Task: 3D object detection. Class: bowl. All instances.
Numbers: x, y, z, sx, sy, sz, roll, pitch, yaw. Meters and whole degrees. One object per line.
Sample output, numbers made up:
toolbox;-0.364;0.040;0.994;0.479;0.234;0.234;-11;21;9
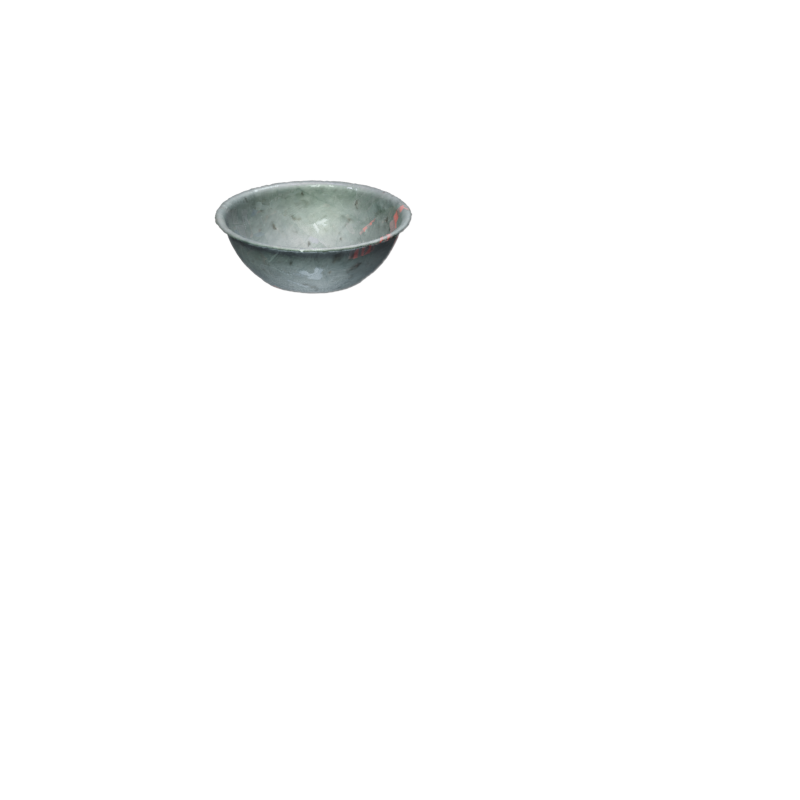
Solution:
bowl;-0.072;-0.132;0.921;0.162;0.052;0.171;-1;28;-2
